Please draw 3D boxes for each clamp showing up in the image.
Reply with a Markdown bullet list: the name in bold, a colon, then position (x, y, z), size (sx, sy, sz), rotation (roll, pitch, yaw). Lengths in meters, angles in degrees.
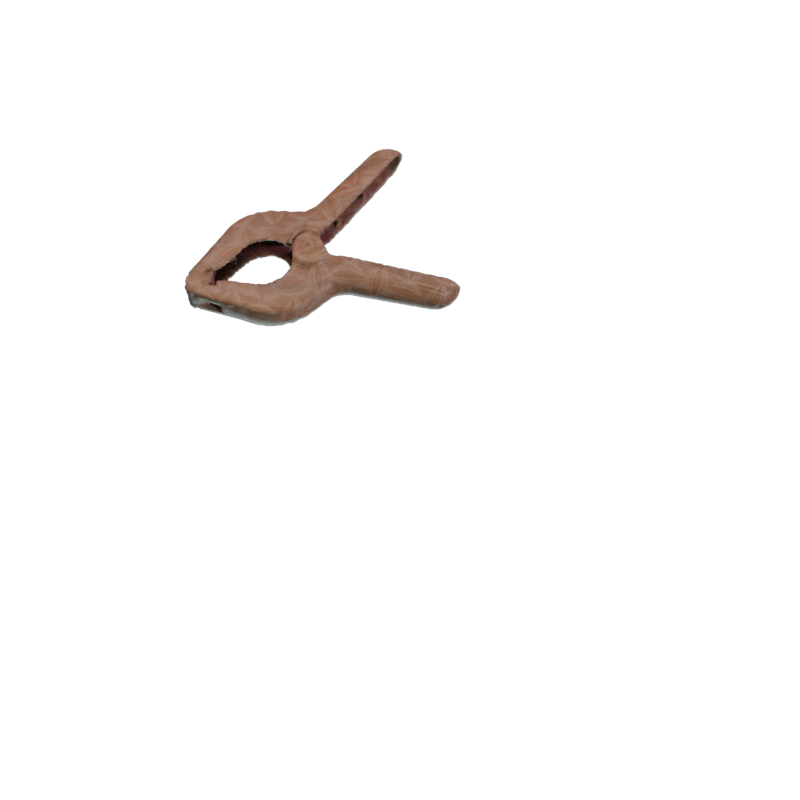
- **clamp**: position (-0.056, -0.103, 0.721), size (0.170, 0.129, 0.037), rotation (-9, -32, -6)
